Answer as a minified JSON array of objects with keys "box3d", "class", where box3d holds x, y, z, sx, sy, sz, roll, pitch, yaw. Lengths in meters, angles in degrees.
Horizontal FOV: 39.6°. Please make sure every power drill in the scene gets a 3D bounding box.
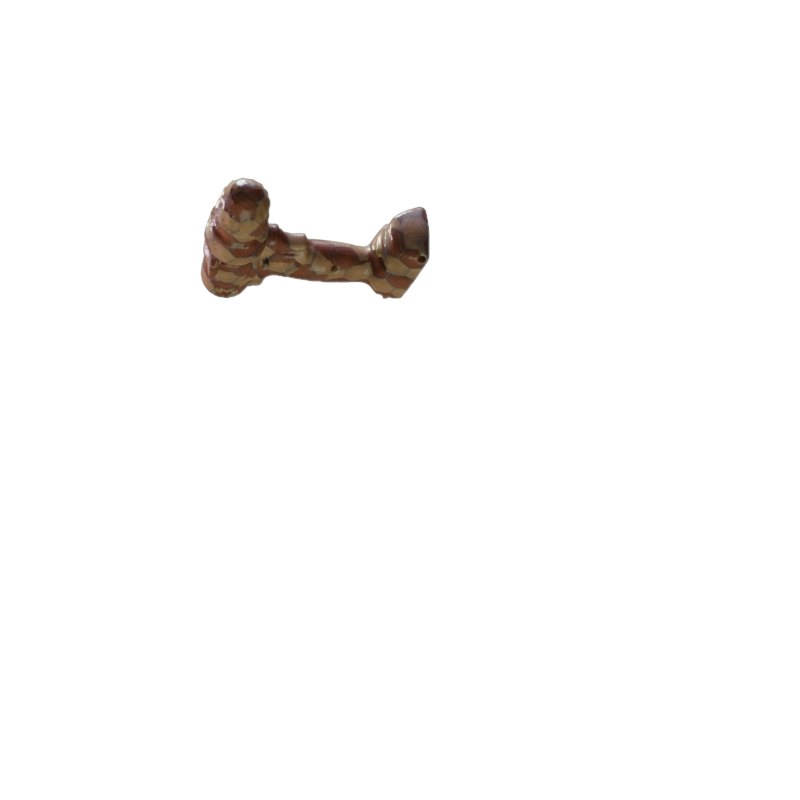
[{"box3d":[-0.074,-0.135,0.946,0.185,0.060,0.180,3,-16,-12],"class":"power drill"}]
